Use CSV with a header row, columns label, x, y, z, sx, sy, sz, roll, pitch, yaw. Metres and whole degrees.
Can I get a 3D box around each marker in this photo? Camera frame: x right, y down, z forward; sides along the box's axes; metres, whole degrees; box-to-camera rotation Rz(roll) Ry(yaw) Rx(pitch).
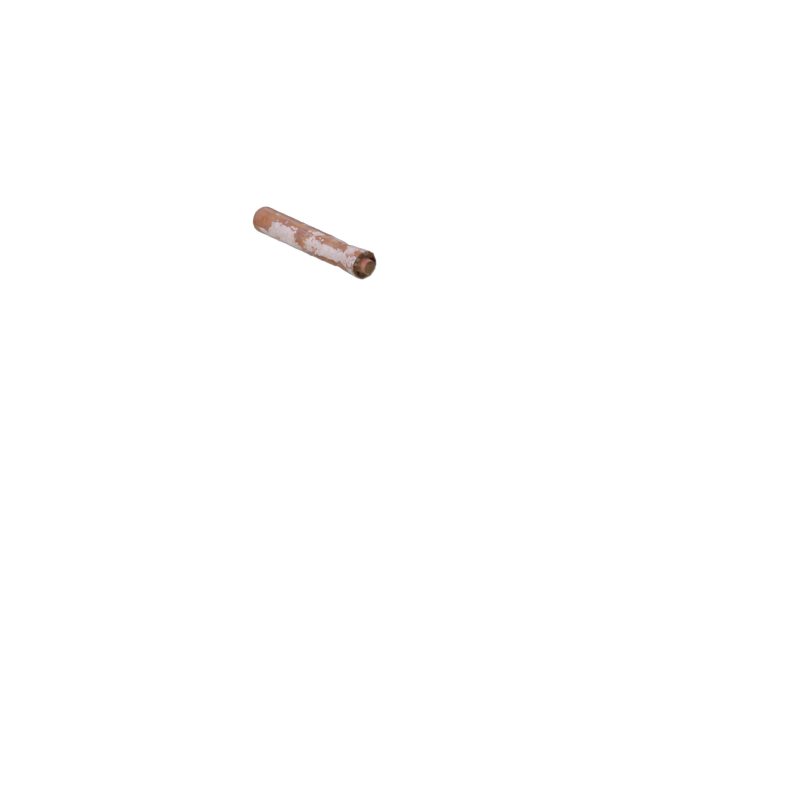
label,x,y,z,sx,sy,sz,roll,pitch,yaw
marker,-0.057,-0.104,0.728,0.019,0.019,0.129,-3,22,-39
